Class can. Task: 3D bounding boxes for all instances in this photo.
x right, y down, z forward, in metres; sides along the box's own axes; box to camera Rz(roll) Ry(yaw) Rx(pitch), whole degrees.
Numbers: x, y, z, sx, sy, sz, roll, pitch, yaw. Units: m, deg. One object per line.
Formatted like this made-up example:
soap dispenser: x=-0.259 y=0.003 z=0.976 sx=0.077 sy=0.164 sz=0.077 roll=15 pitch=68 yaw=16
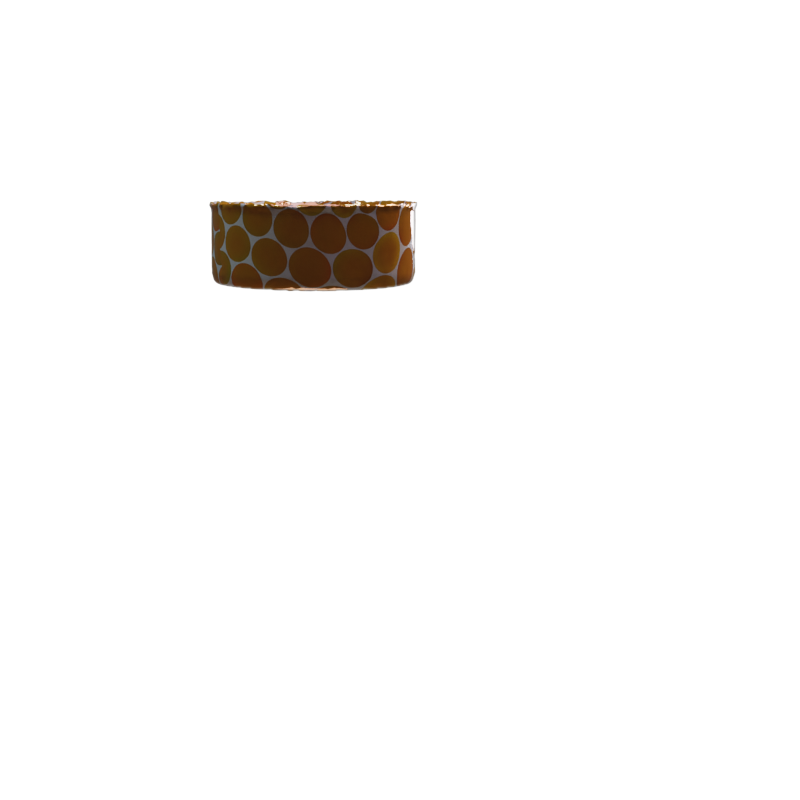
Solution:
can: x=-0.036 y=-0.066 z=0.460 sx=0.086 sy=0.033 sz=0.087 roll=0 pitch=10 yaw=-2
